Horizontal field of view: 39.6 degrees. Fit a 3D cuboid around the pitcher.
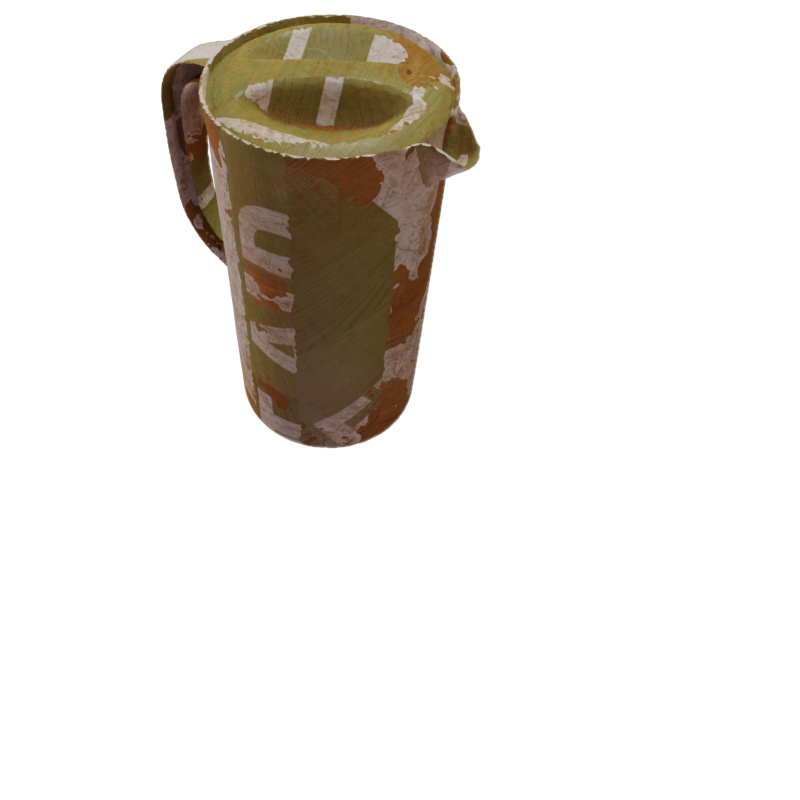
[{"bbox_3d":[-0.050,-0.091,0.640,0.143,0.226,0.162,-10,47,-13],"label":"pitcher"}]
